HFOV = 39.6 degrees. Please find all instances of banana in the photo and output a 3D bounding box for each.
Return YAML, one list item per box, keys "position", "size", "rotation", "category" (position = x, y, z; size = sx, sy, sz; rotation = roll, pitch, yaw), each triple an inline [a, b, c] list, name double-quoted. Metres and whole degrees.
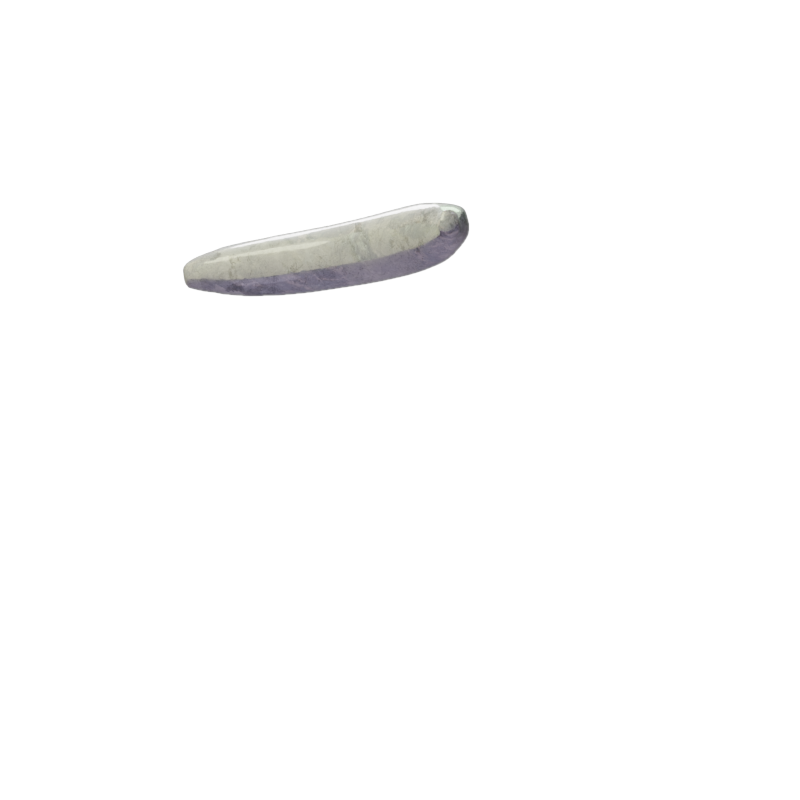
- position: [-0.035, -0.087, 0.636]
  size: [0.202, 0.038, 0.066]
  rotation: [-8, -14, 37]
  category: "banana"
